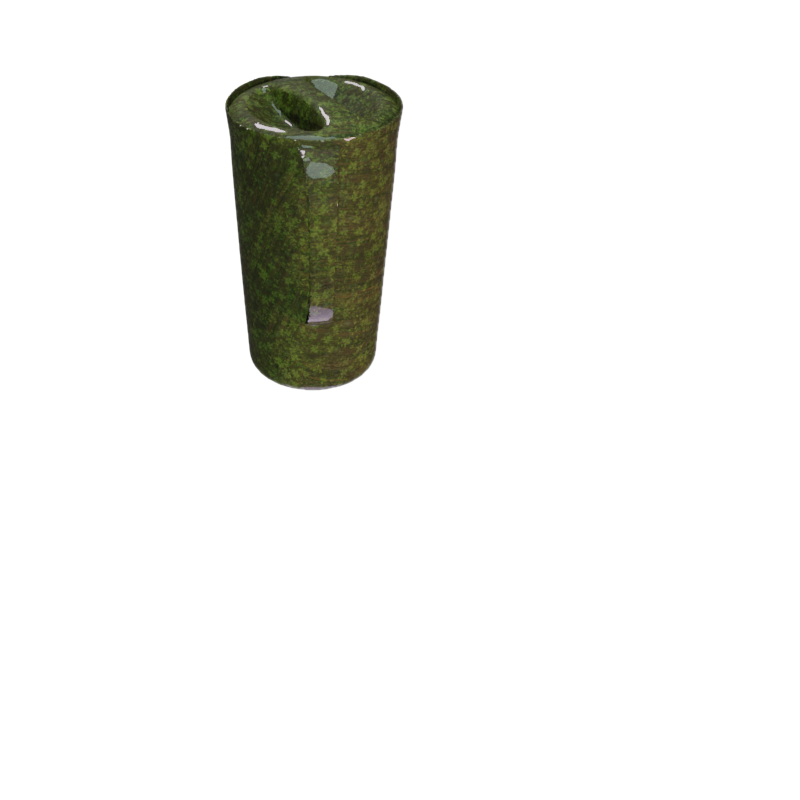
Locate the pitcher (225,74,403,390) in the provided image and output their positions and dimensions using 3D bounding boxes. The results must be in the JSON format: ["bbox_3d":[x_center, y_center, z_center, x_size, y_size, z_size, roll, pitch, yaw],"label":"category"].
[{"bbox_3d":[-0.069,-0.125,0.879,0.154,0.228,0.150,24,39,30],"label":"pitcher"}]
